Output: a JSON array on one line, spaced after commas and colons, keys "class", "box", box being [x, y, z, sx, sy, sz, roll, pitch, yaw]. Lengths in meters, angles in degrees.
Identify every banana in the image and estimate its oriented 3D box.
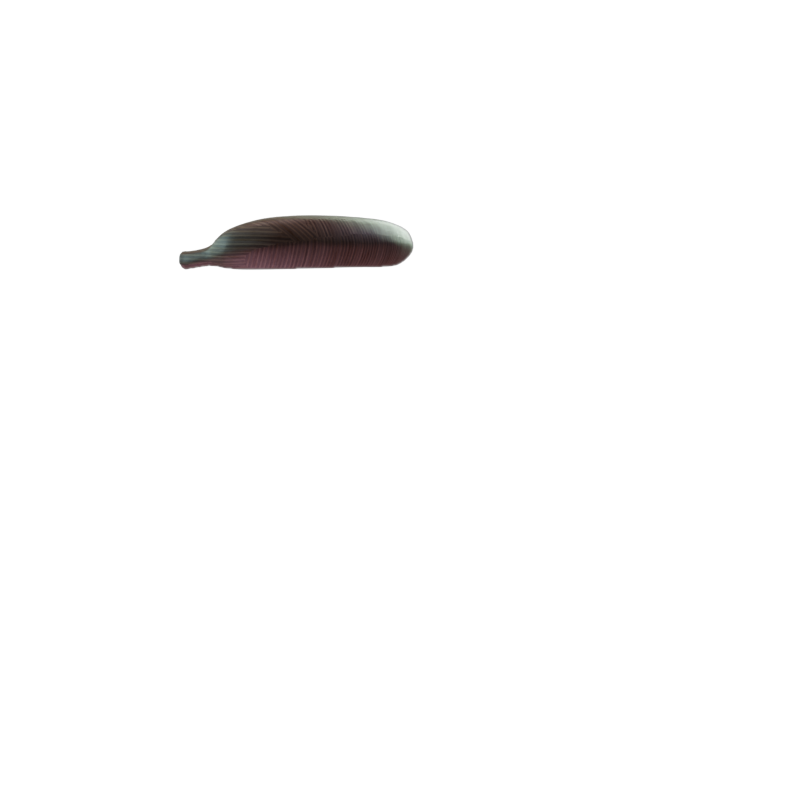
[{"class": "banana", "box": [-0.054, -0.111, 0.779, 0.191, 0.036, 0.073, -6, 9, -36]}]
